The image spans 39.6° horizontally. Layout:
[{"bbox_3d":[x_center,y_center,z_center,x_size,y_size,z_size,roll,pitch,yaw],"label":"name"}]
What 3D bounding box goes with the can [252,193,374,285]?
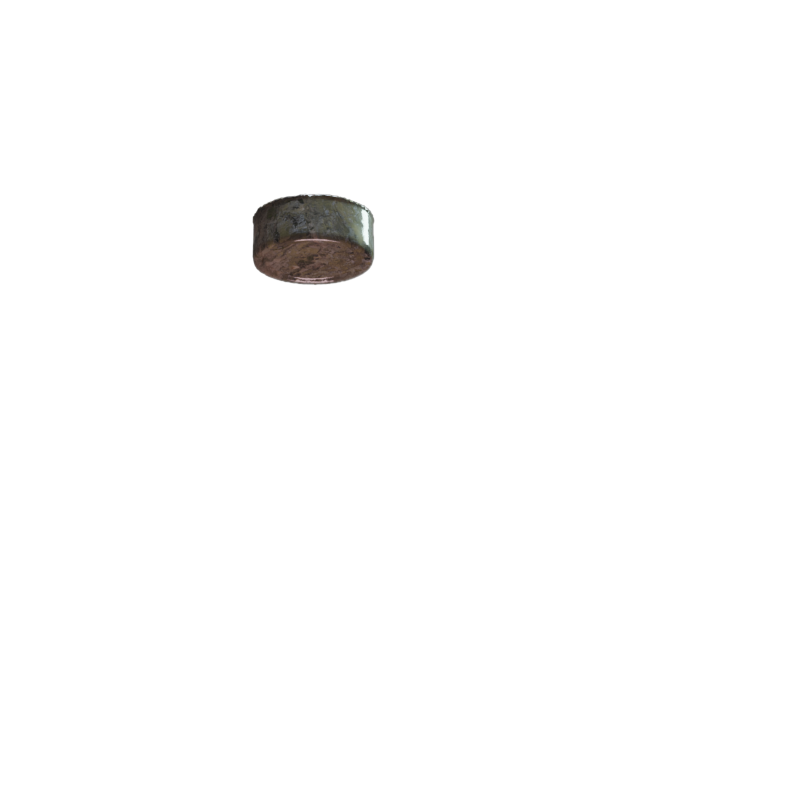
[{"bbox_3d":[-0.061,-0.111,0.774,0.086,0.035,0.082,0,-17,-2],"label":"can"}]
